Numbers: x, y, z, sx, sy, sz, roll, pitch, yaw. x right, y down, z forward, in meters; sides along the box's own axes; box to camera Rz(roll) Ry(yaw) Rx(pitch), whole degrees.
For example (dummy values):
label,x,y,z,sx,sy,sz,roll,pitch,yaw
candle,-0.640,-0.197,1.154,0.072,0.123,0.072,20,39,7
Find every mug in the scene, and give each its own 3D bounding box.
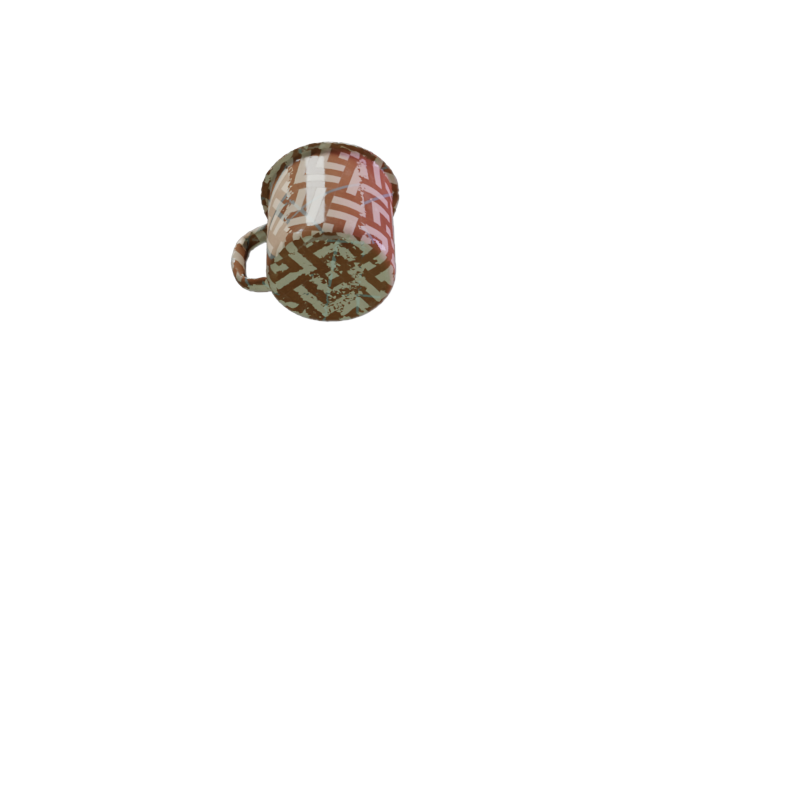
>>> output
label,x,y,z,sx,sy,sz,roll,pitch,yaw
mug,-0.056,-0.102,0.717,0.118,0.087,0.086,-15,-45,14
